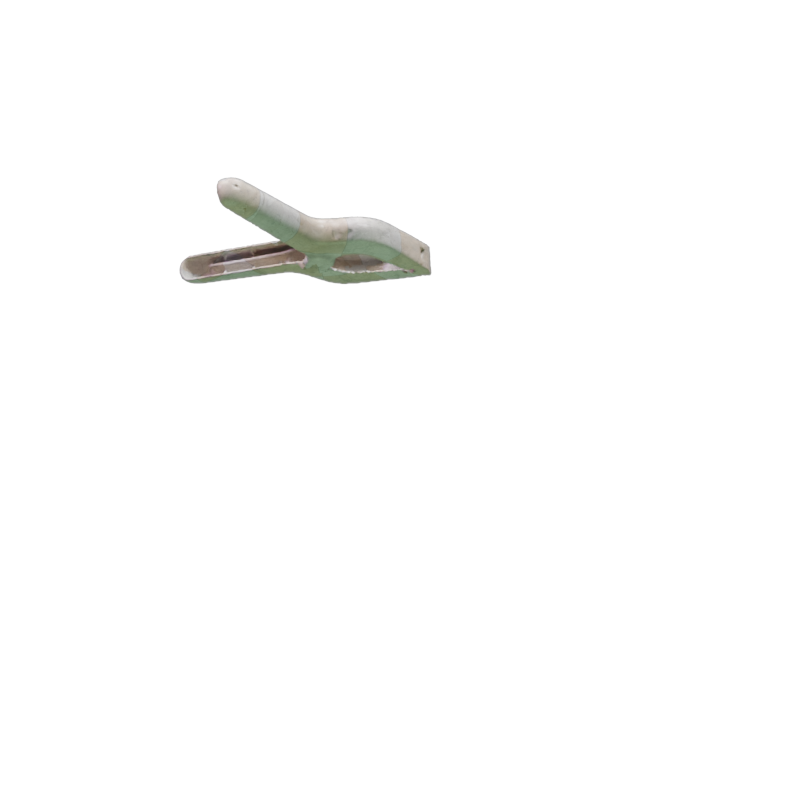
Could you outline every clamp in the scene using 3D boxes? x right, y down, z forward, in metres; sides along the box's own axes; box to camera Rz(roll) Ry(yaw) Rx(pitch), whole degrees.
[{"bbox_3d":[-0.071,-0.130,0.913,0.207,0.038,0.159,3,-19,-11],"label":"clamp"}]
